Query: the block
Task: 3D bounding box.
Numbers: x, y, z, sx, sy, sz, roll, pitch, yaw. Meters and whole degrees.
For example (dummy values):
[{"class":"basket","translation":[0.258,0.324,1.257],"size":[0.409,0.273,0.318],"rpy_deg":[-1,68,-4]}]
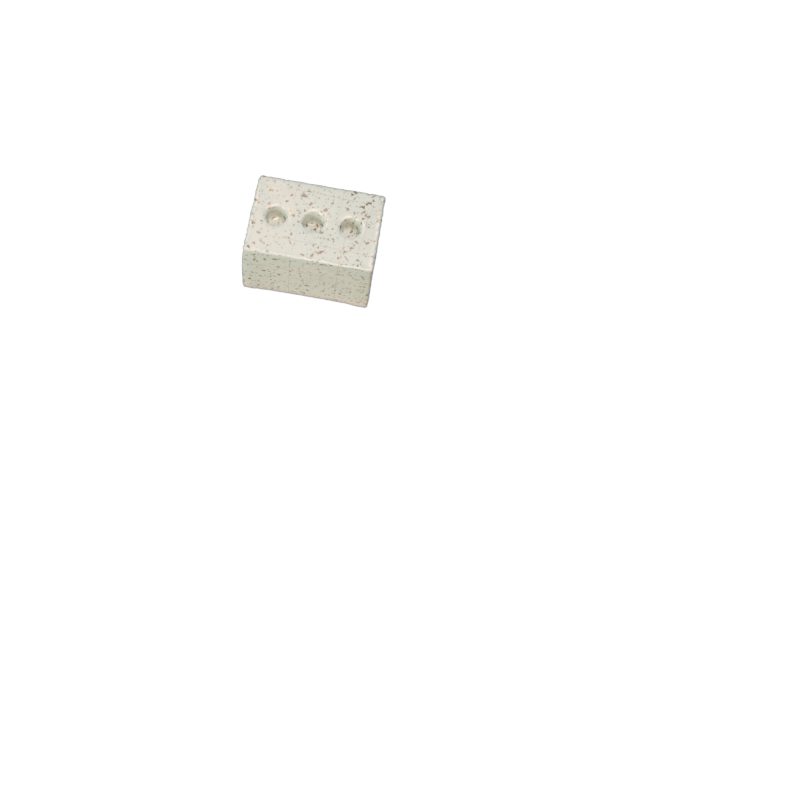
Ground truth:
[{"class":"block","translation":[-0.052,-0.094,0.660],"size":[0.078,0.055,0.048],"rpy_deg":[9,-24,3]}]
